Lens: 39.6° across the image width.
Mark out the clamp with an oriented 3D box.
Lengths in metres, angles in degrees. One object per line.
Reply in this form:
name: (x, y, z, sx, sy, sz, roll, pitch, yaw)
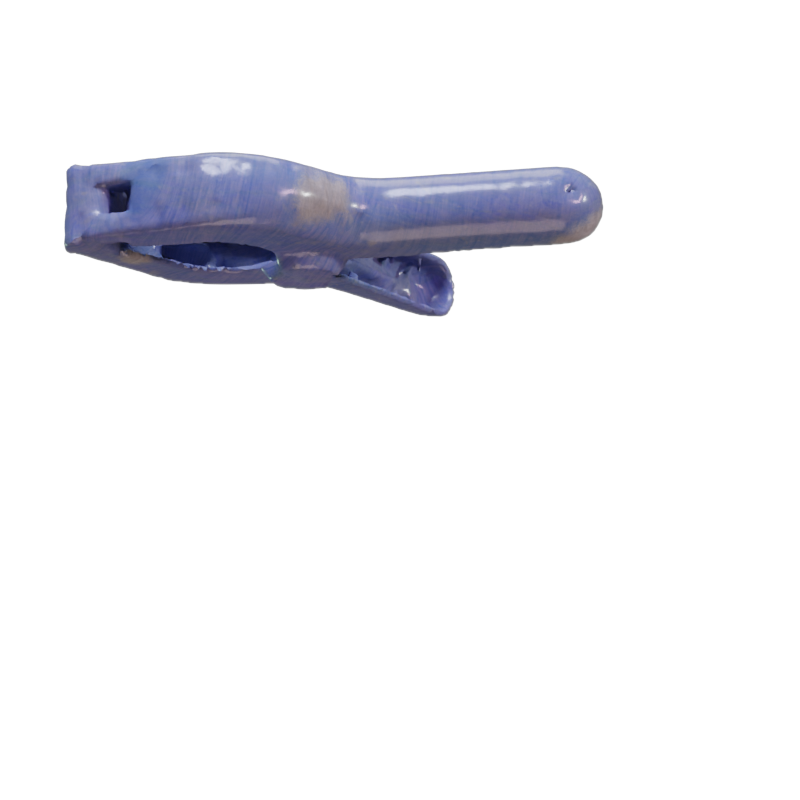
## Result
clamp: (-0.031, -0.056, 0.391, 0.169, 0.041, 0.116, 4, -19, -12)
